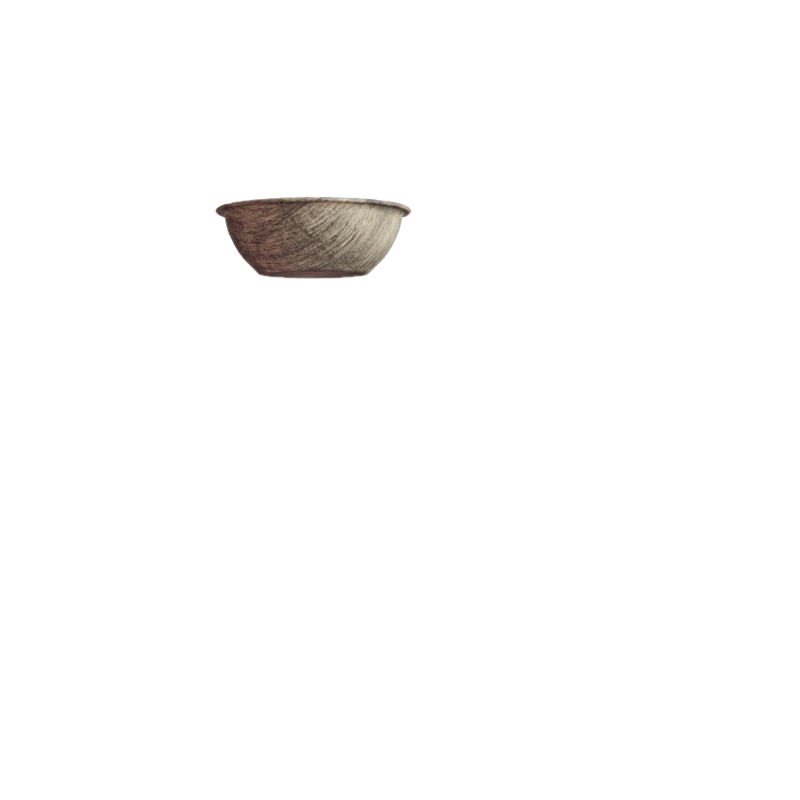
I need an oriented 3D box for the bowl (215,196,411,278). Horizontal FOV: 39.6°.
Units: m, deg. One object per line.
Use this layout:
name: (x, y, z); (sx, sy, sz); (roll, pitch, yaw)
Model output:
bowl: (-0.072, -0.131, 0.915); (0.162, 0.055, 0.161); (0, 1, -2)
